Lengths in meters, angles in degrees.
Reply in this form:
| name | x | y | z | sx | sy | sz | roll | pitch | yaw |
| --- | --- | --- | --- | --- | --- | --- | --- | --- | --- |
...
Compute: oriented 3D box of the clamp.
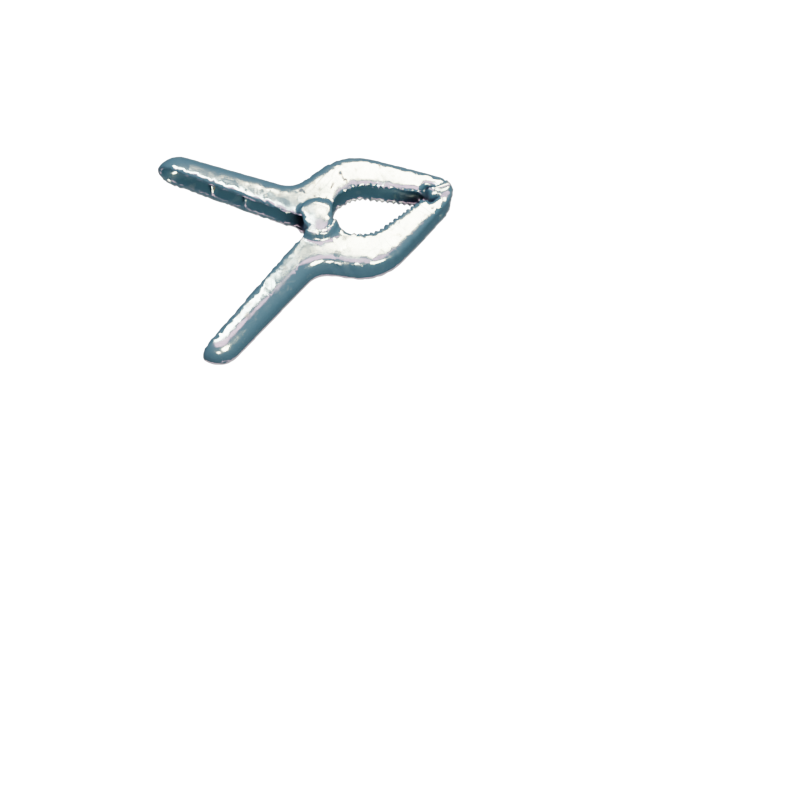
| name | x | y | z | sx | sy | sz | roll | pitch | yaw |
| --- | --- | --- | --- | --- | --- | --- | --- | --- | --- |
| clamp | -0.062 | -0.113 | 0.795 | 0.209 | 0.174 | 0.034 | -8 | -24 | -4 |
